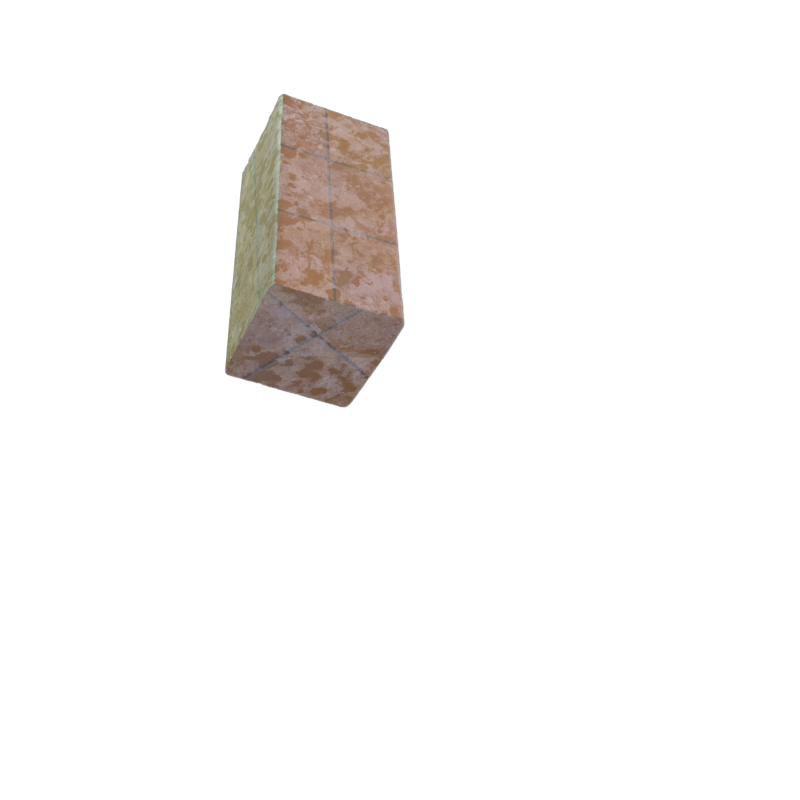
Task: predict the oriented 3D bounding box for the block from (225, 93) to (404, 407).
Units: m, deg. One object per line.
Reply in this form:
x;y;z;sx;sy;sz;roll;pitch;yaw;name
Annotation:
-0.061;-0.110;0.773;0.088;0.221;0.087;16;-48;-19;block
